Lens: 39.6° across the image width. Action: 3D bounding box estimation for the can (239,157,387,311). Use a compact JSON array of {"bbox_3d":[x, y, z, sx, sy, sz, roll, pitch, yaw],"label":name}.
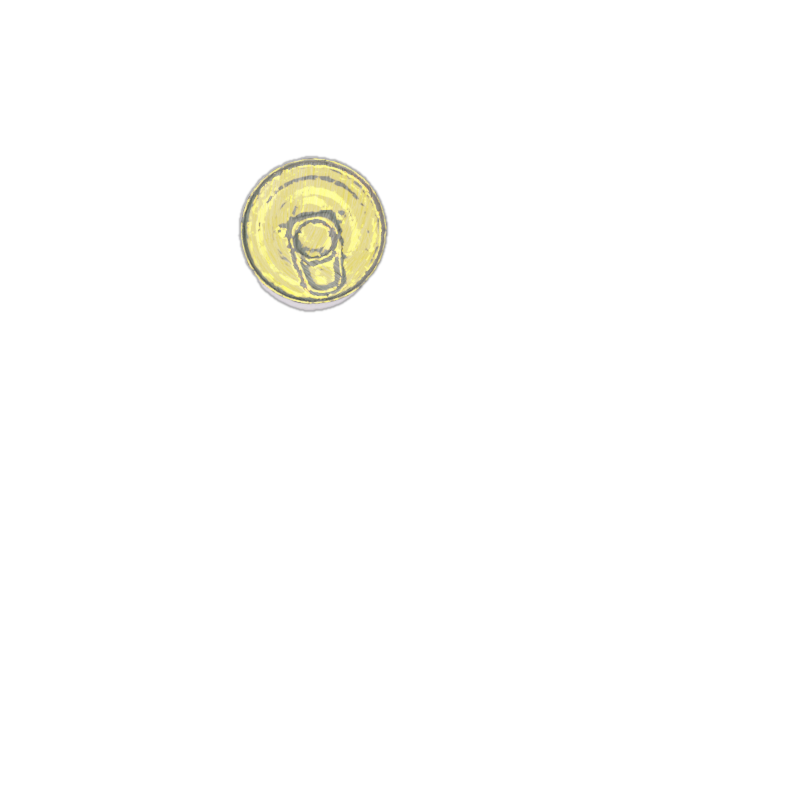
[{"bbox_3d":[-0.044,-0.080,0.559,0.068,0.069,0.102,0,0,-3],"label":"can"}]
